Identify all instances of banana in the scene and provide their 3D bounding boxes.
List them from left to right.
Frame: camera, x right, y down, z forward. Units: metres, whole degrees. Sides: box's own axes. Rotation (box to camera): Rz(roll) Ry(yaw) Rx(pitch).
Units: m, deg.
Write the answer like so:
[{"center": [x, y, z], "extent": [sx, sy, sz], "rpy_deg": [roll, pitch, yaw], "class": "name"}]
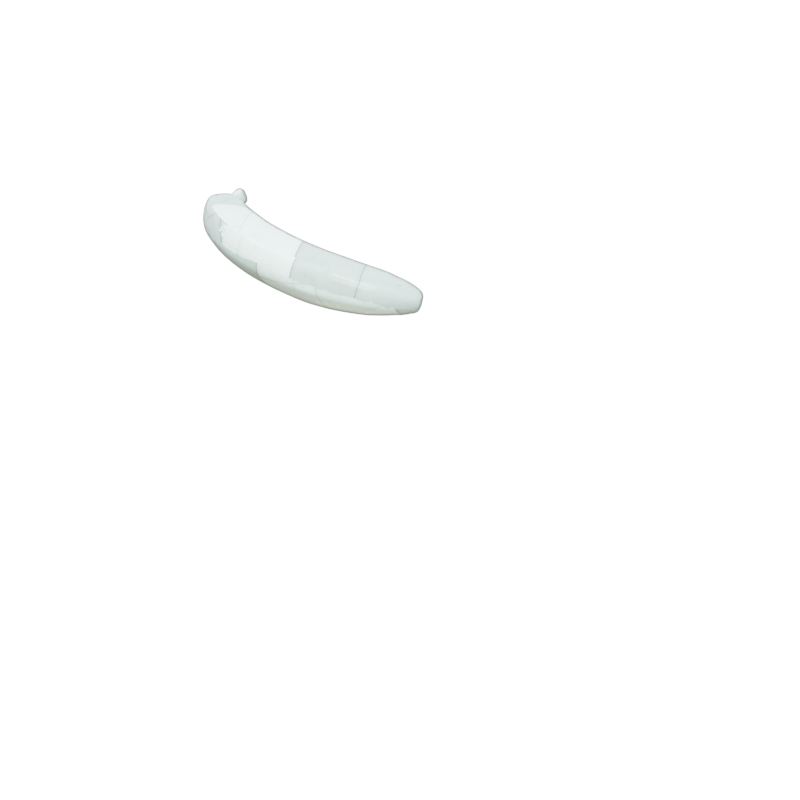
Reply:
[{"center": [-0.075, -0.102, 0.746], "extent": [0.069, 0.034, 0.212], "rpy_deg": [-28, 46, -32], "class": "banana"}]
